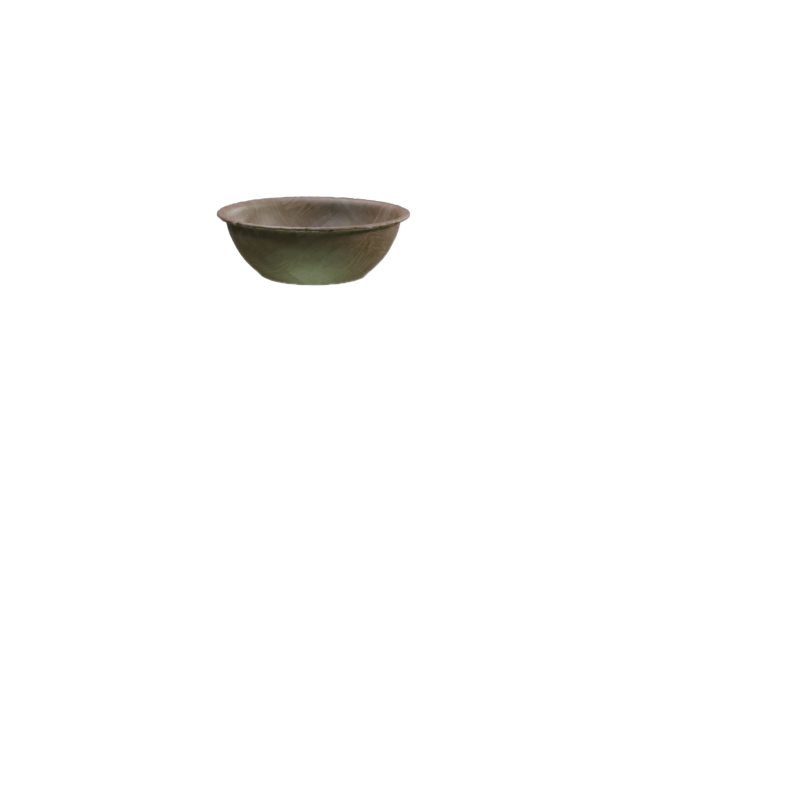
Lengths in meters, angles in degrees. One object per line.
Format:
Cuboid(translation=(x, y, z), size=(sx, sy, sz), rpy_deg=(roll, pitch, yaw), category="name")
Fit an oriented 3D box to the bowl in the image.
Cuboid(translation=(-0.073, -0.133, 0.933), size=(0.162, 0.053, 0.168), rpy_deg=(-1, 18, -2), category="bowl")
